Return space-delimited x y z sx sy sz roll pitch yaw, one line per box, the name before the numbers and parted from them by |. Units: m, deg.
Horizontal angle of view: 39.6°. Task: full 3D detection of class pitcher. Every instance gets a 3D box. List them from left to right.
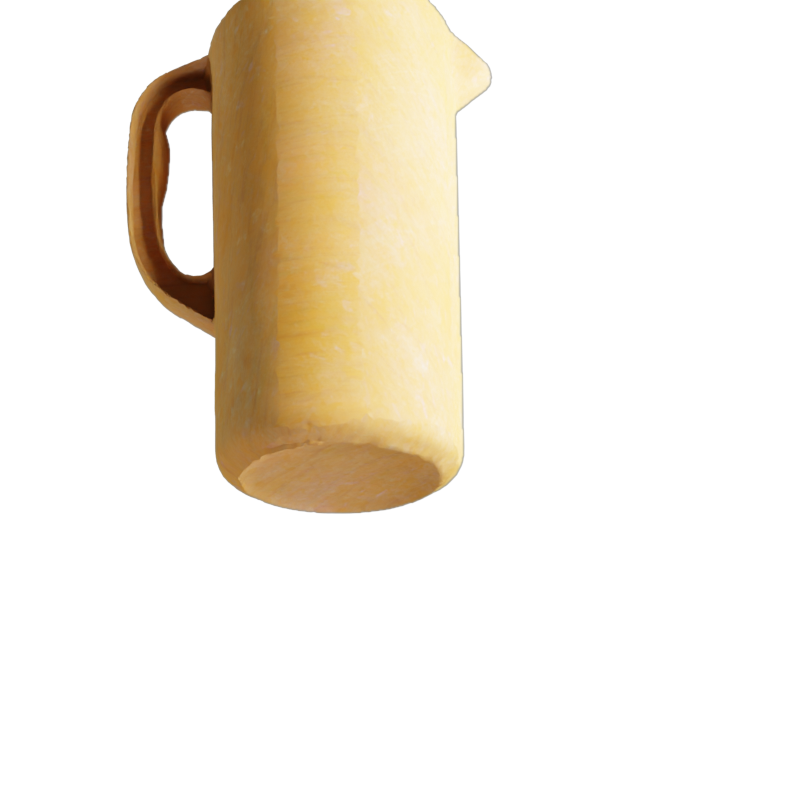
pitcher | -0.042 -0.077 0.539 0.136 0.259 0.149 24 -38 -38
